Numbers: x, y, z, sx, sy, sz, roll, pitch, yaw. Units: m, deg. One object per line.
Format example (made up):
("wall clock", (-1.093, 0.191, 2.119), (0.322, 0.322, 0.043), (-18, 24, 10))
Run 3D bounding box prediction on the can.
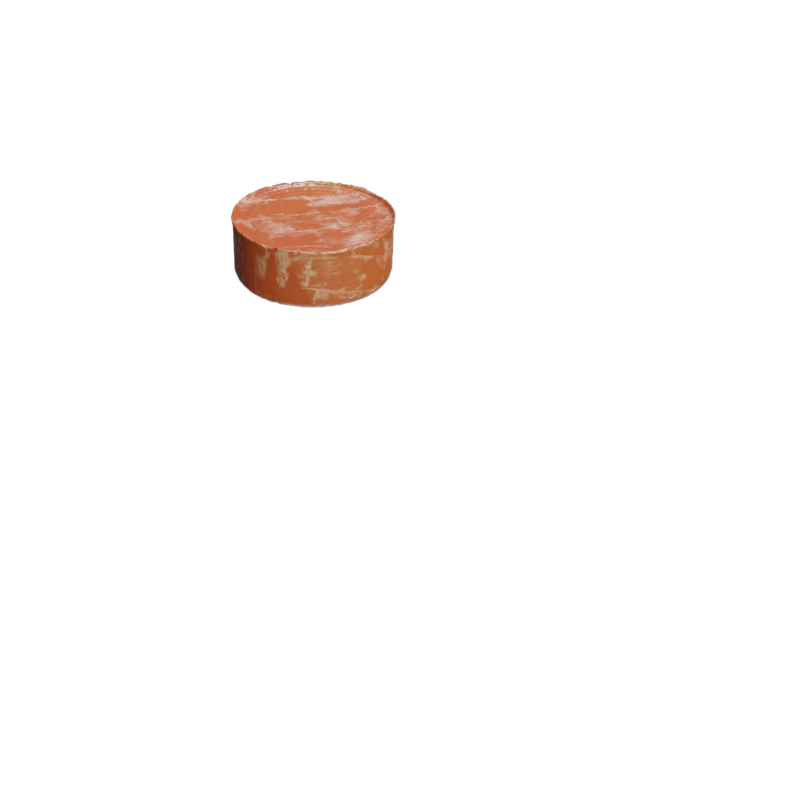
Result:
("can", (-0.046, -0.084, 0.585), (0.086, 0.032, 0.091), (-1, 33, -2))
